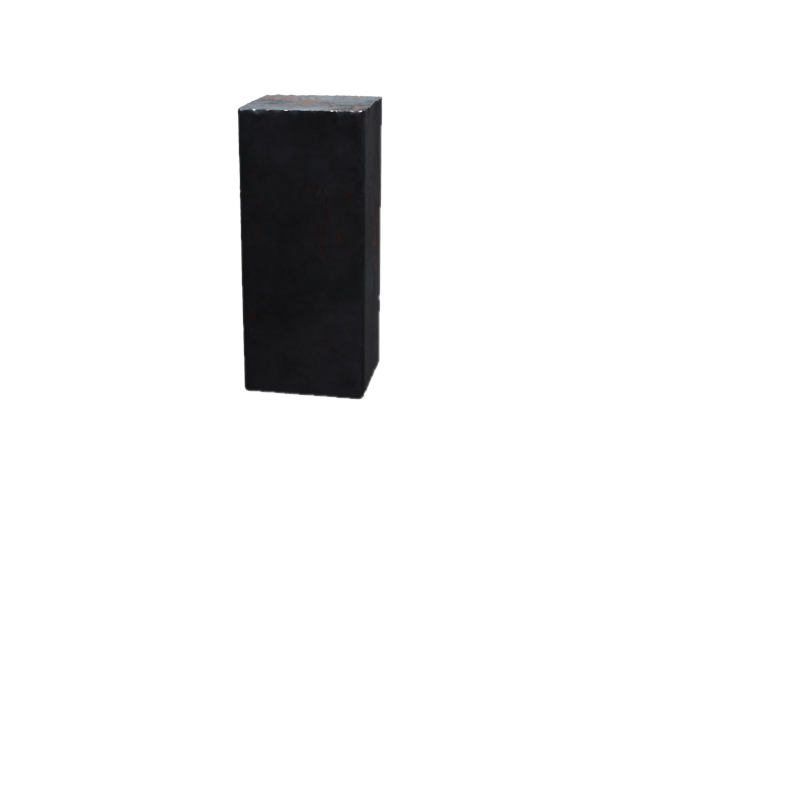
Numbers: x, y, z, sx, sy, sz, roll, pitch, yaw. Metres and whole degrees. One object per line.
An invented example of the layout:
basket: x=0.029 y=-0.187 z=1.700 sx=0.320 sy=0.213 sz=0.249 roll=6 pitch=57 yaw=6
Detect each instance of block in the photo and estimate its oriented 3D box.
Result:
block: x=-0.064 y=-0.116 z=0.813 sx=0.092 sy=0.199 sz=0.092 roll=4 pitch=16 yaw=9
